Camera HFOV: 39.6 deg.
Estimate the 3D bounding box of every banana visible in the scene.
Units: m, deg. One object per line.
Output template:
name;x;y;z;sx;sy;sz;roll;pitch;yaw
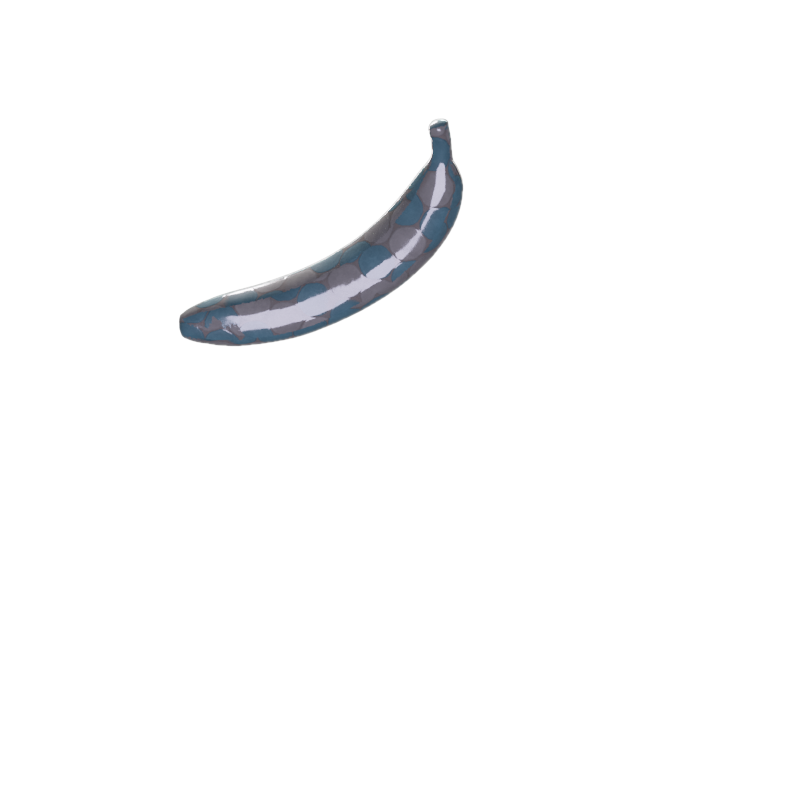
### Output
banana;-0.035;-0.080;0.634;0.196;0.066;0.039;-36;21;15
